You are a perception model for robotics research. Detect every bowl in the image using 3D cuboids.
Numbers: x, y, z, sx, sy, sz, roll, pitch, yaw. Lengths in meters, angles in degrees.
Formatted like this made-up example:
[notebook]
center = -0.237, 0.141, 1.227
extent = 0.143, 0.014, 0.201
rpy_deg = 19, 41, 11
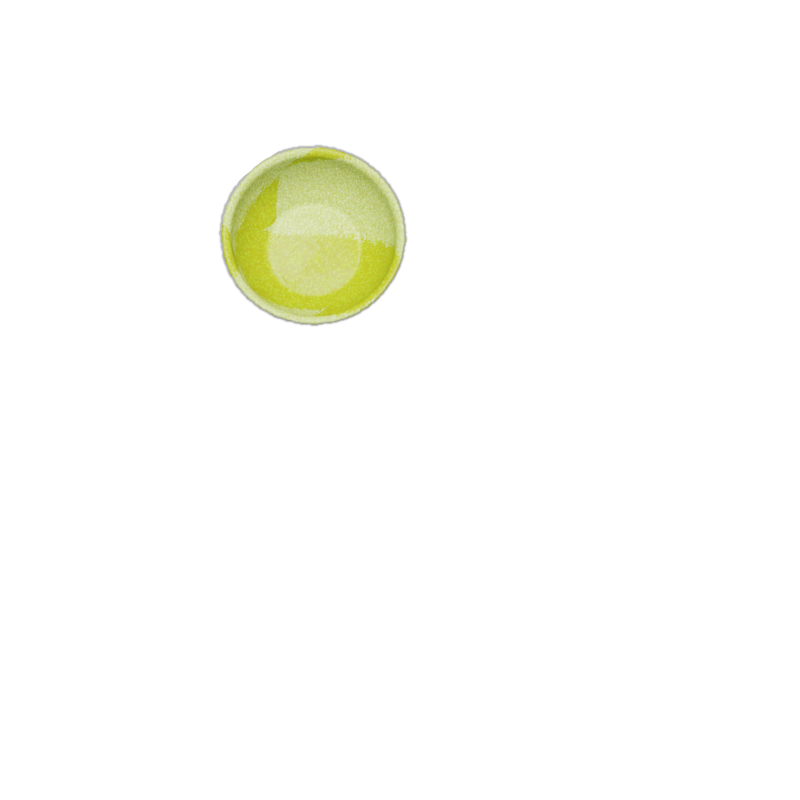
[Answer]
[bowl]
center = -0.077, -0.141, 0.989
extent = 0.162, 0.168, 0.053
rpy_deg = 0, -15, -1
